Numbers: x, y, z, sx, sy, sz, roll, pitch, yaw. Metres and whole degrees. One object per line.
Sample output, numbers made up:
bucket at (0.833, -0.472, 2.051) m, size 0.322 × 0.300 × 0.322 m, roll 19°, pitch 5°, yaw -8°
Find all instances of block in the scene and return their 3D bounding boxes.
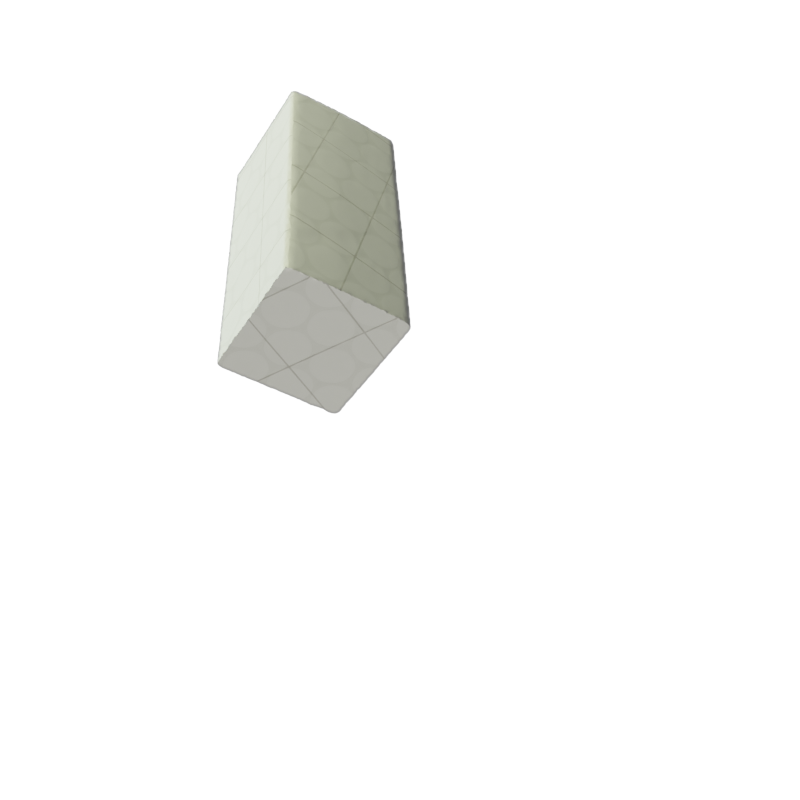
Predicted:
block at (-0.058, -0.107, 0.750) m, size 0.086 × 0.221 × 0.088 m, roll 24°, pitch -54°, yaw -23°
